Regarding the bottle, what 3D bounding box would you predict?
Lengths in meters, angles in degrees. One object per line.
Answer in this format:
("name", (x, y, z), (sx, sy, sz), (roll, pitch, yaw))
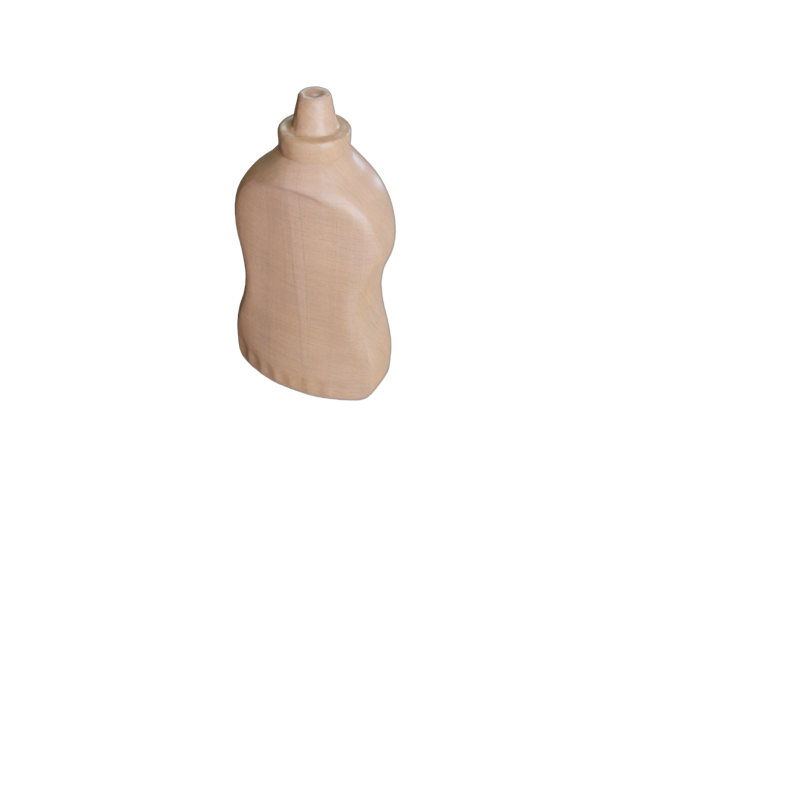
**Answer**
("bottle", (-0.051, -0.093, 0.649), (0.100, 0.179, 0.060), (21, 40, 22))
